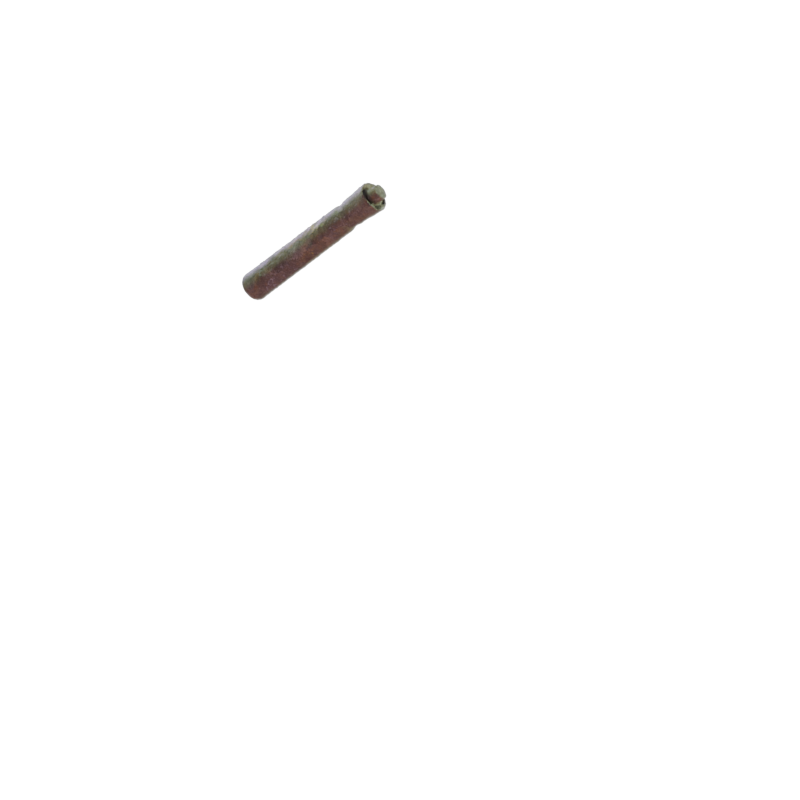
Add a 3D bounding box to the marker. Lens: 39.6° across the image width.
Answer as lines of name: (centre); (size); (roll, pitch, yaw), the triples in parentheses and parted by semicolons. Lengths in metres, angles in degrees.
marker: (-0.052, -0.096, 0.670); (0.120, 0.021, 0.019); (-30, -17, 38)
